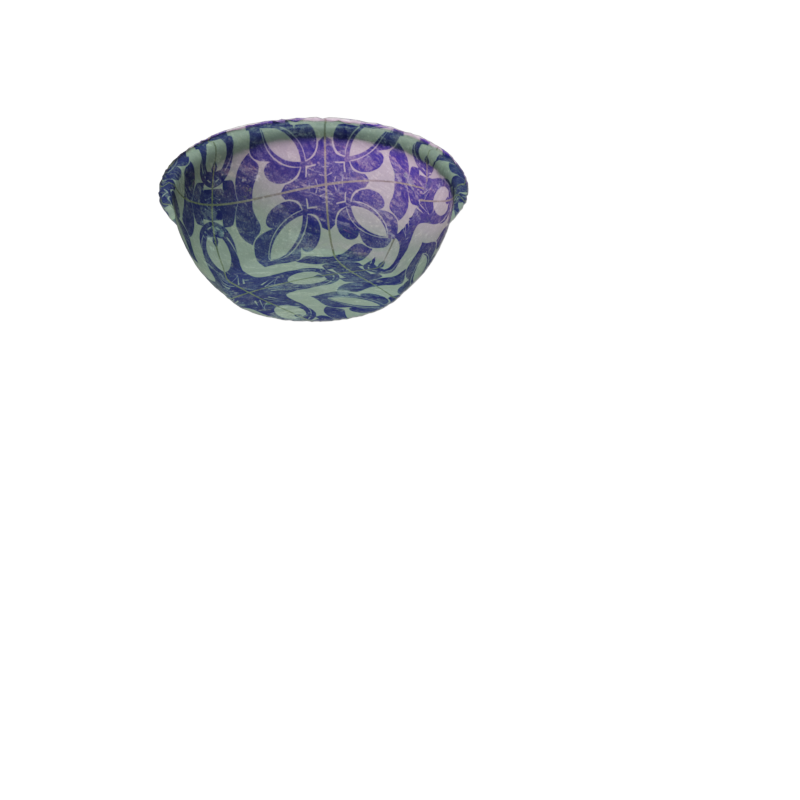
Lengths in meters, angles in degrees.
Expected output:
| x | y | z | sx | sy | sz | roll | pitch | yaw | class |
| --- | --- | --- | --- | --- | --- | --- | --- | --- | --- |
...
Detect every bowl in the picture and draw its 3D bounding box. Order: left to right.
| x | y | z | sx | sy | sz | roll | pitch | yaw | class |
| --- | --- | --- | --- | --- | --- | --- | --- | --- | --- |
| -0.045 | -0.082 | 0.572 | 0.162 | 0.058 | 0.155 | 0 | -19 | -2 | bowl |
